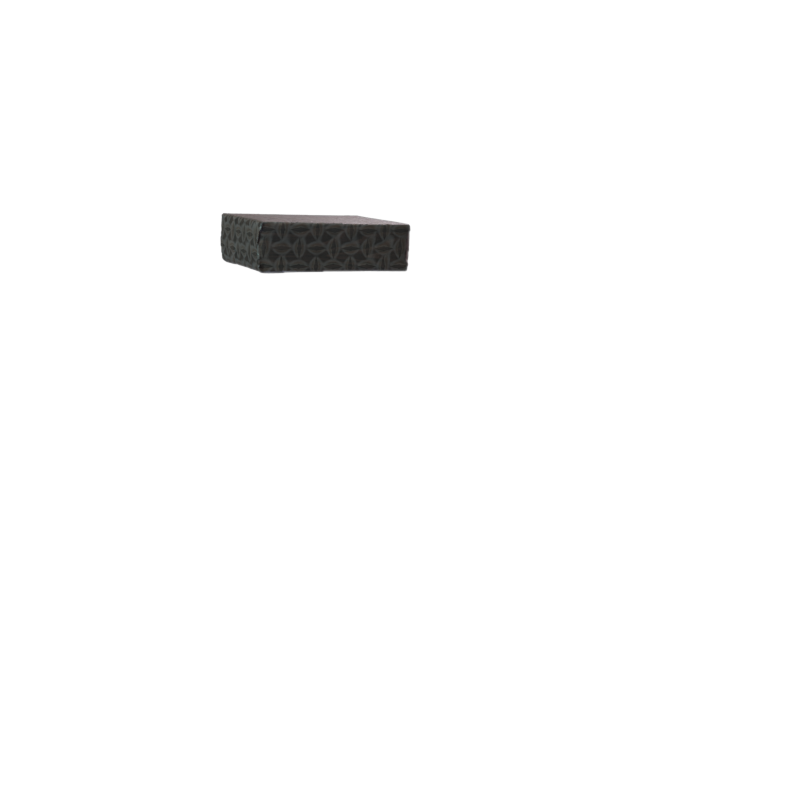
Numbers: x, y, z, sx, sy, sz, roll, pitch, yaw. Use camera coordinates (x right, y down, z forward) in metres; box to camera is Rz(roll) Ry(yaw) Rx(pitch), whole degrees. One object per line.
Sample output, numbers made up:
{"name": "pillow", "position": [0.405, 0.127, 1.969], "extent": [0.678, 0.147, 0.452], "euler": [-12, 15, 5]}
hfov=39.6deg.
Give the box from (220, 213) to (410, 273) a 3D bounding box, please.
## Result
{"name": "box", "position": [-0.062, -0.113, 0.788], "extent": [0.111, 0.038, 0.094], "euler": [-5, 12, -23]}
